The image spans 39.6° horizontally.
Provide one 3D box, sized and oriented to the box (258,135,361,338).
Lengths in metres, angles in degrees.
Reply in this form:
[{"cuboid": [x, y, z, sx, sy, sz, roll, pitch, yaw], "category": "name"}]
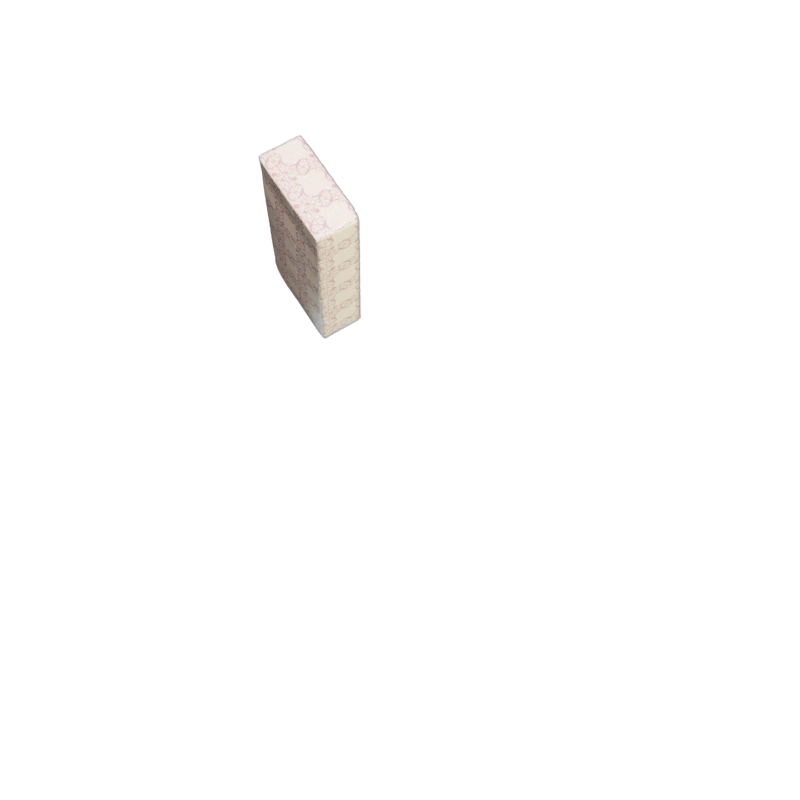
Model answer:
[{"cuboid": [-0.072, -0.131, 0.919, 0.048, 0.099, 0.167, -28, -20, -15], "category": "box"}]
